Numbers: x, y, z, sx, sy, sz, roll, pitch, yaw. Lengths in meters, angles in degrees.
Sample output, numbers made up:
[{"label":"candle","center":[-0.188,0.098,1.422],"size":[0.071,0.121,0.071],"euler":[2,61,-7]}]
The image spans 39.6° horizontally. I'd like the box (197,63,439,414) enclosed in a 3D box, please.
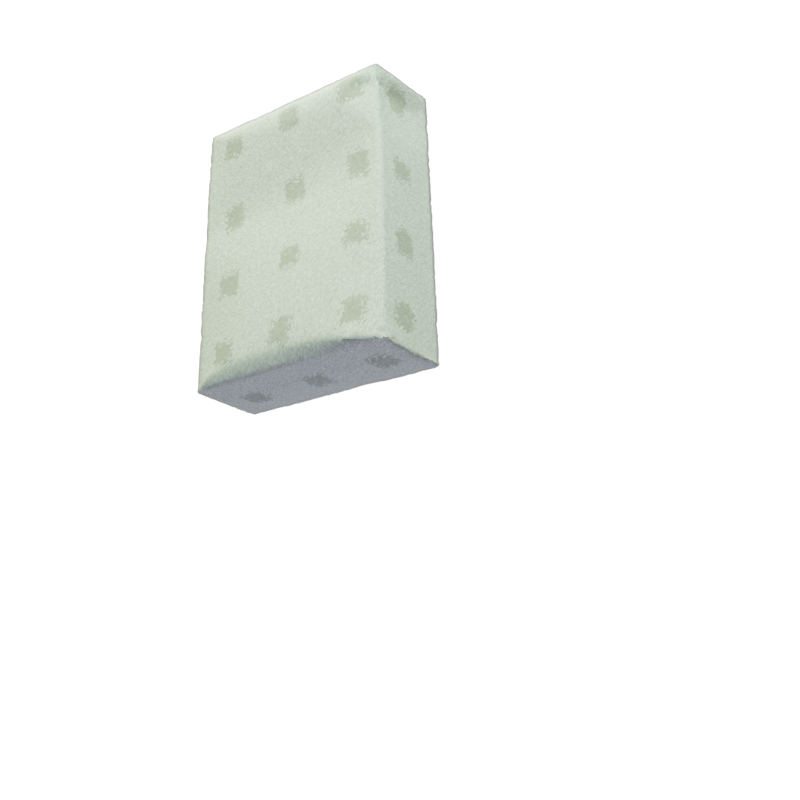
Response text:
[{"label":"box","center":[-0.062,-0.113,0.794],"size":[0.166,0.226,0.067],"euler":[-17,-29,32]}]
